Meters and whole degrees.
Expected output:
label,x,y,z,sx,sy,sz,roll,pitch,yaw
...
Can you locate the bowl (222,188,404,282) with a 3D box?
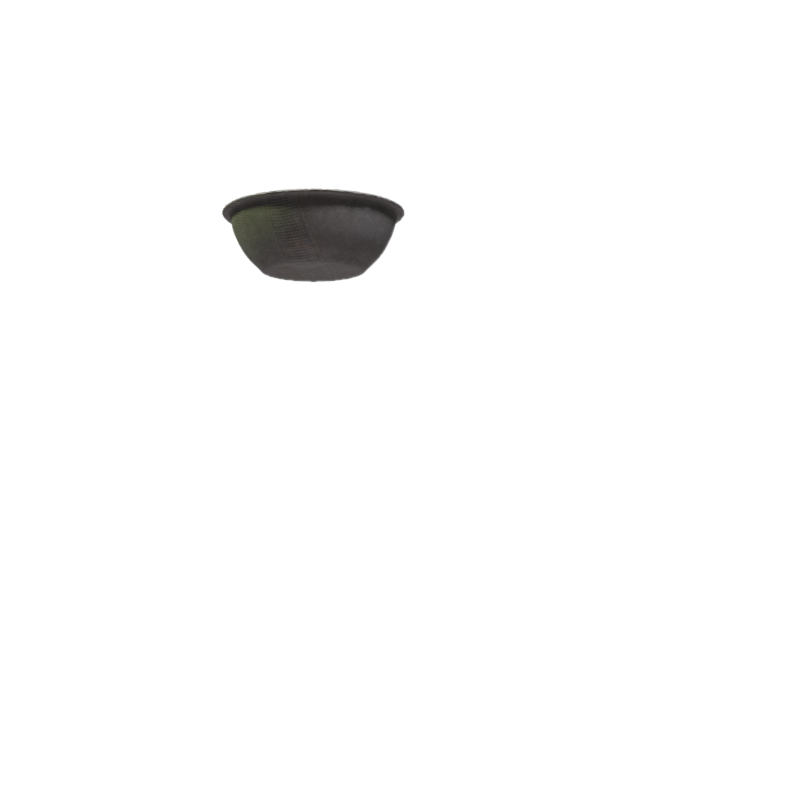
label,x,y,z,sx,sy,sz,roll,pitch,yaw
bowl,-0.076,-0.139,0.977,0.162,0.056,0.158,0,-6,-2
